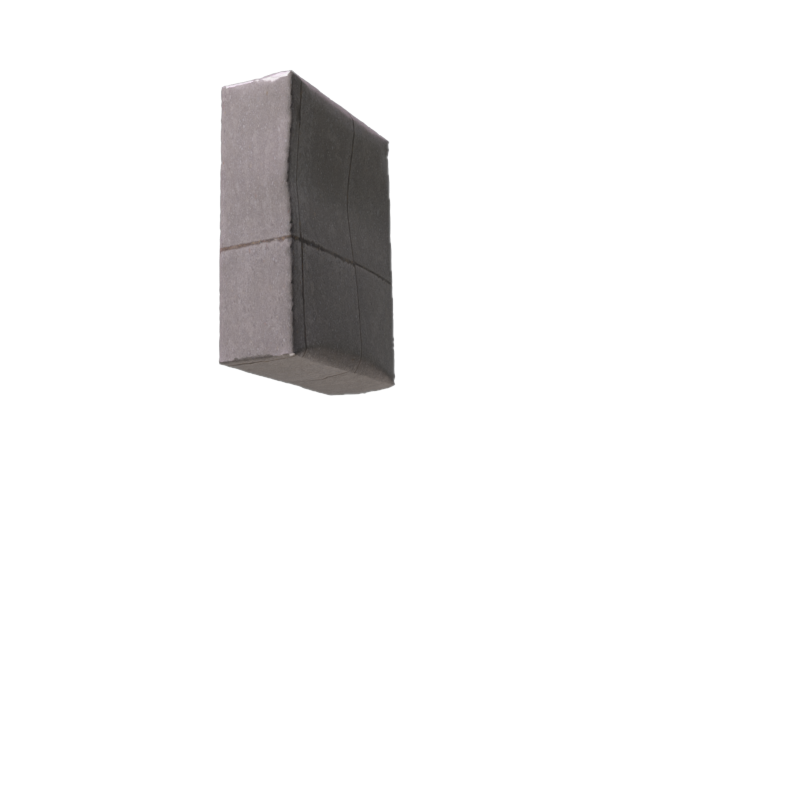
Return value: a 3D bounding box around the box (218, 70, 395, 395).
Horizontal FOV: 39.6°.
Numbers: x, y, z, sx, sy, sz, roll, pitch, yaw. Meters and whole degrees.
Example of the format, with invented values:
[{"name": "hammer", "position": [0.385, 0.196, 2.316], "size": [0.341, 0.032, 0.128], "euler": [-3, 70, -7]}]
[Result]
[{"name": "box", "position": [-0.066, -0.121, 0.849], "size": [0.073, 0.222, 0.155], "euler": [-9, -16, 26]}]
